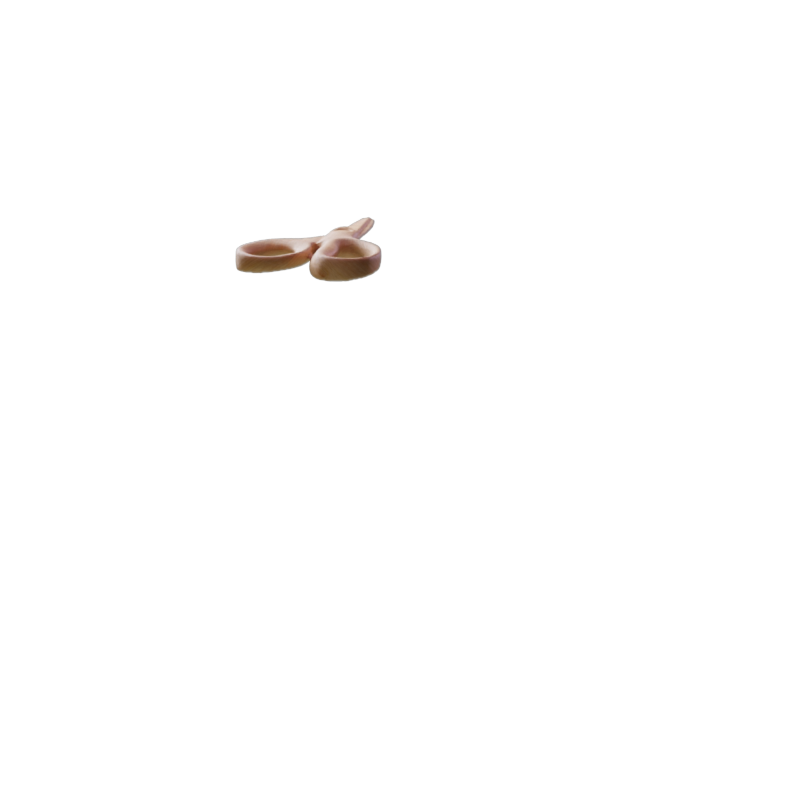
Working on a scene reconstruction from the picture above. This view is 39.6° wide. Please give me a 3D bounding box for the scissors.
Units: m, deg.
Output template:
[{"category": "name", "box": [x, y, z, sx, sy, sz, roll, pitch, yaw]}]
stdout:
[{"category": "scissors", "box": [-0.056, -0.103, 0.721, 0.096, 0.015, 0.209, -1, 17, -5]}]
